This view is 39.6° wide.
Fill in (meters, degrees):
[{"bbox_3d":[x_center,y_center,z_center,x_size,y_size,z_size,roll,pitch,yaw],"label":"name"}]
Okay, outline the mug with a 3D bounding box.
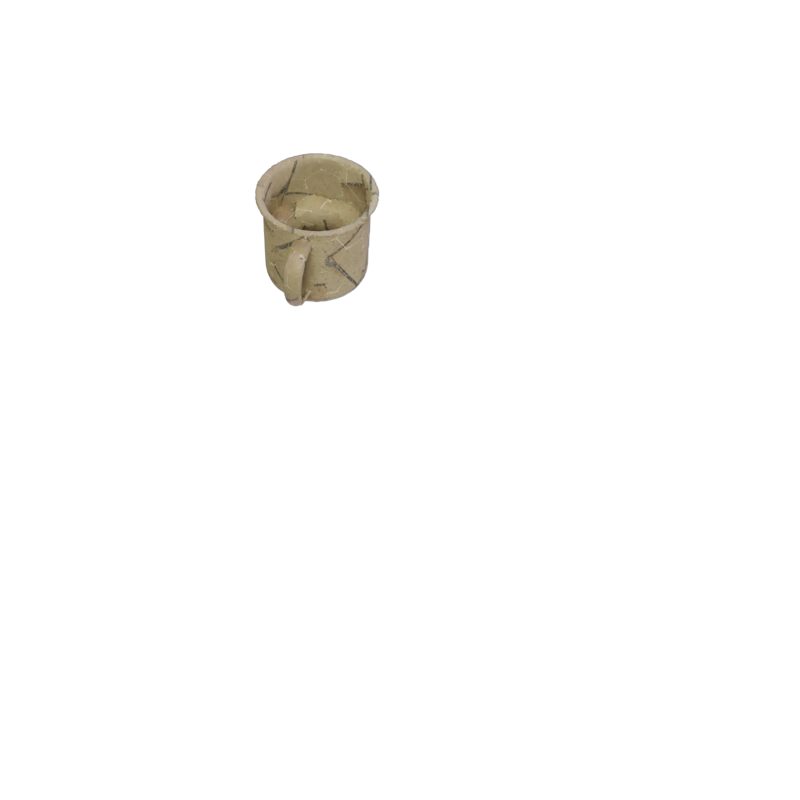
[{"bbox_3d":[-0.066,-0.121,0.848,0.094,0.124,0.076,9,-41,6],"label":"mug"}]
